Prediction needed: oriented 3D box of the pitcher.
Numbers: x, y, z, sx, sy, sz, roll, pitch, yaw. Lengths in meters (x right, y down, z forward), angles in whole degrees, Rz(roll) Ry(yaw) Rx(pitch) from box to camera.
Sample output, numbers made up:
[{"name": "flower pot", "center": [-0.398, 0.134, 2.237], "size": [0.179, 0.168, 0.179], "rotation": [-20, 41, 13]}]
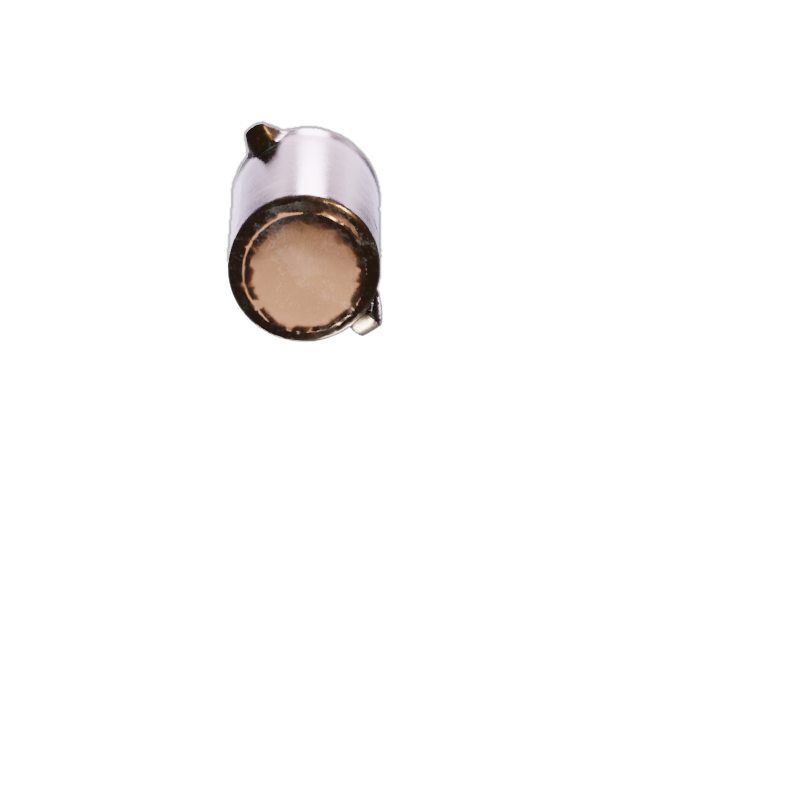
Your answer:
[{"name": "pitcher", "center": [-0.069, -0.127, 0.887], "size": [0.148, 0.140, 0.254], "rotation": [12, 20, -8]}]
